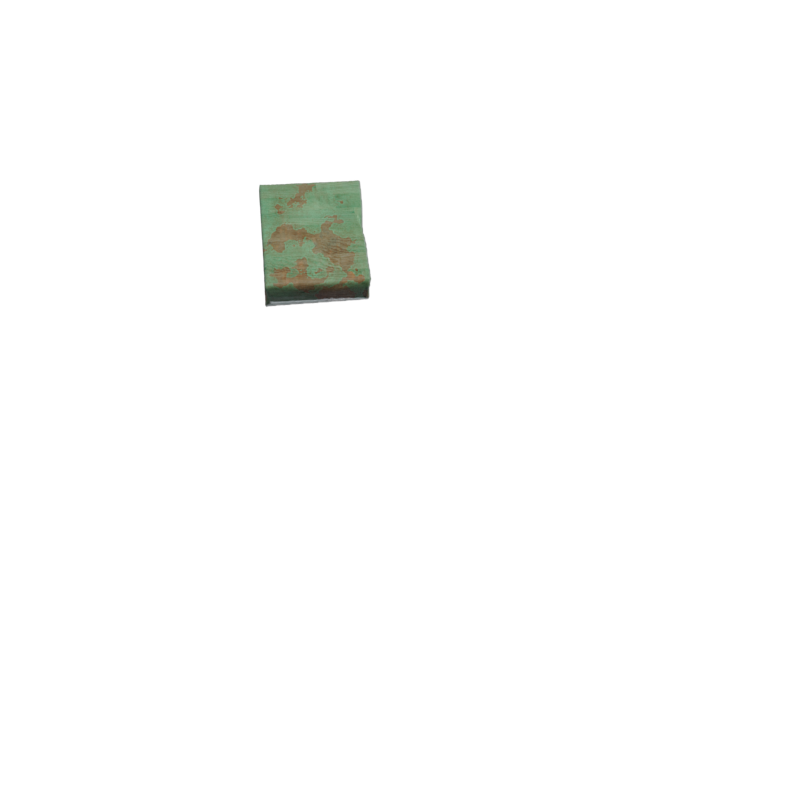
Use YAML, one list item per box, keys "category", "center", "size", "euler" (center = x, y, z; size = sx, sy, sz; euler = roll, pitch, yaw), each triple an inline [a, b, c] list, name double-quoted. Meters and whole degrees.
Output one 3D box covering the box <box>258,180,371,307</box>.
- category: "box"
  center: [-0.061, -0.111, 0.778]
  size: [0.073, 0.095, 0.028]
  euler: [-4, -32, -3]
